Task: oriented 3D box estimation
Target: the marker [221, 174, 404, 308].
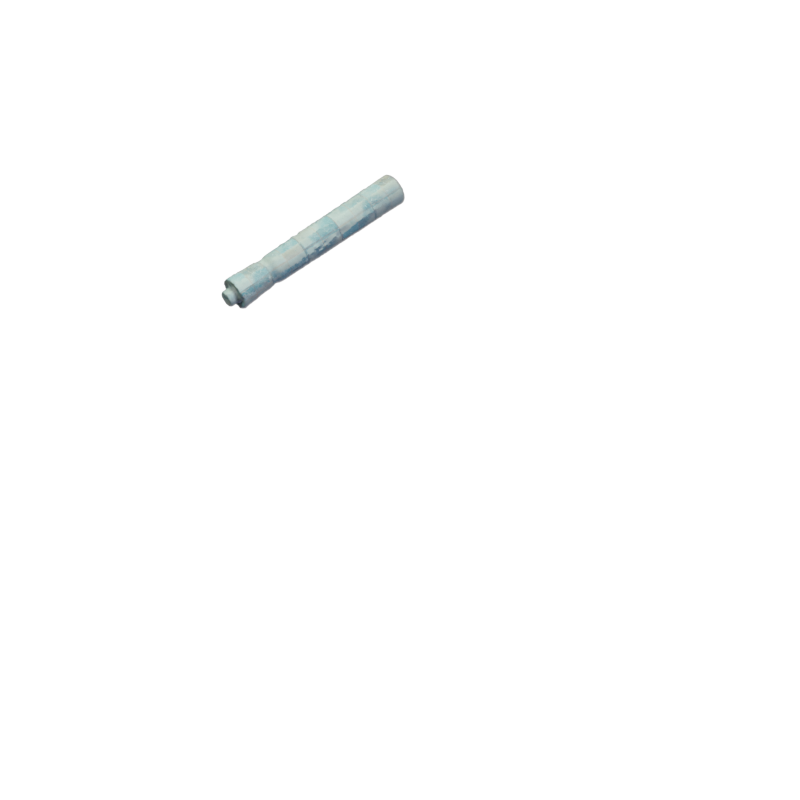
[{"bbox_3d":[-0.048,-0.087,0.613,0.122,0.019,0.020,-37,20,-23],"label":"marker"}]
